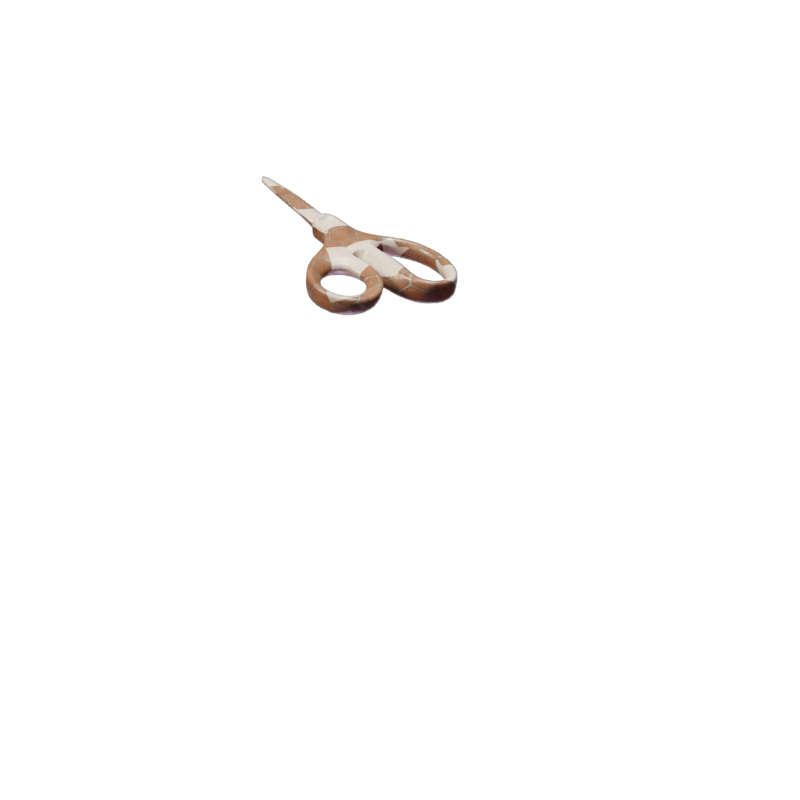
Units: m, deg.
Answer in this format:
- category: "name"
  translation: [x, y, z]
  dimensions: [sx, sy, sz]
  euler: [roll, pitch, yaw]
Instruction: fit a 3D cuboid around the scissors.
- category: "scissors"
  translation: [-0.054, -0.099, 0.695]
  dimensions: [0.096, 0.015, 0.215]
  euler: [-27, 41, -36]
